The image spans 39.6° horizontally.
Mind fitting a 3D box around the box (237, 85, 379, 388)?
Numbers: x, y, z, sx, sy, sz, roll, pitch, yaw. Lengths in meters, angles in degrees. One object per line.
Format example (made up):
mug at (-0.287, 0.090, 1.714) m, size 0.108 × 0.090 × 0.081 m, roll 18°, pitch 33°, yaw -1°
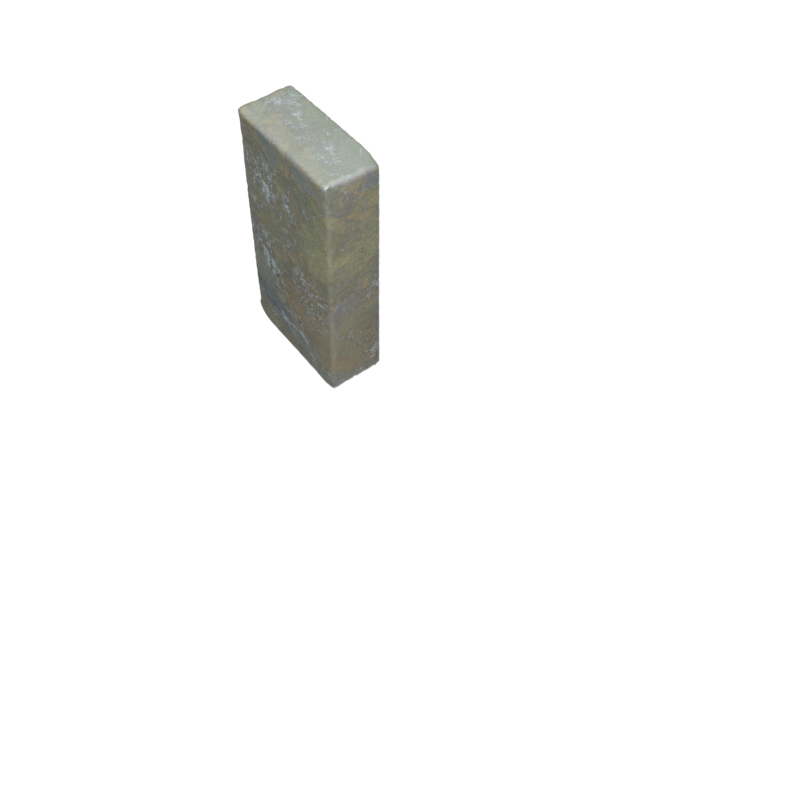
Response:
box at (-0.054, -0.099, 0.691) m, size 0.048 × 0.164 × 0.100 m, roll -26°, pitch 55°, yaw -25°
